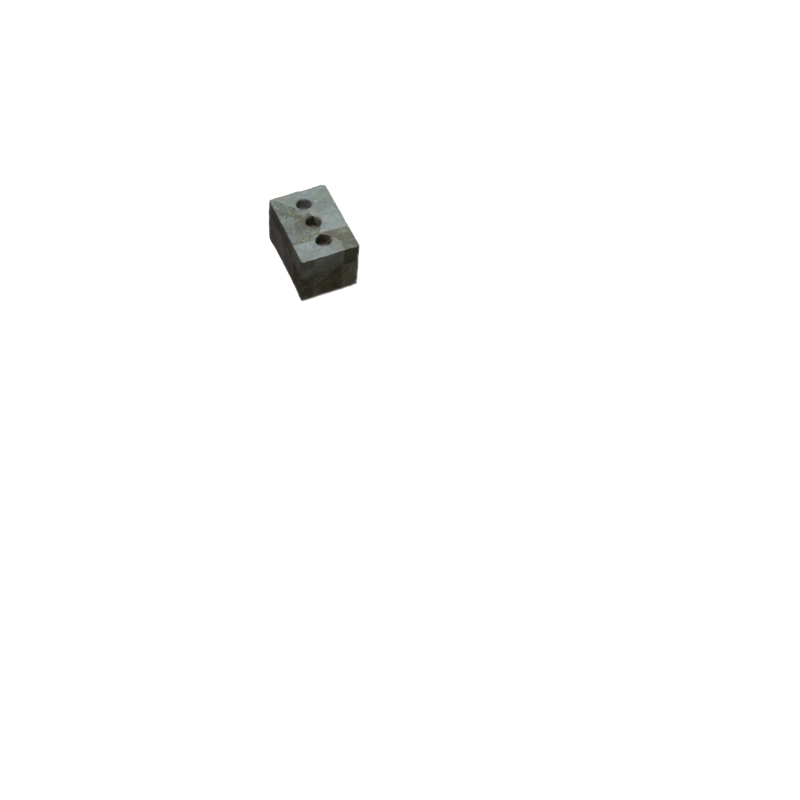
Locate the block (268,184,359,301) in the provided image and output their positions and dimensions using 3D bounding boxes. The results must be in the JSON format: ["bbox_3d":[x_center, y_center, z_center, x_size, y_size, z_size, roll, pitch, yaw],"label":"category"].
[{"bbox_3d":[-0.073,-0.132,0.928,0.052,0.084,0.048,-18,-36,-16],"label":"block"}]
